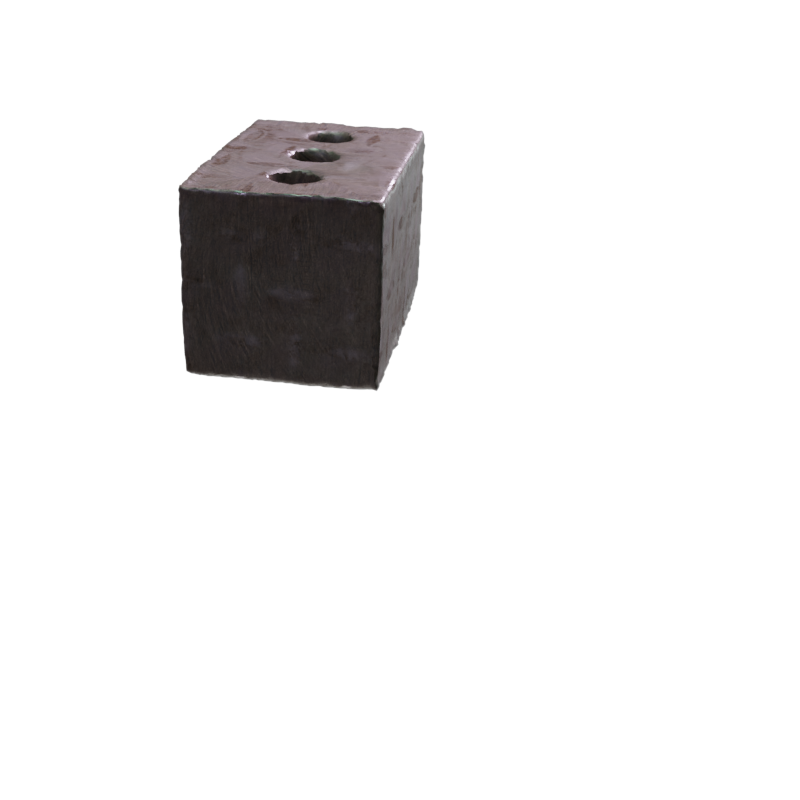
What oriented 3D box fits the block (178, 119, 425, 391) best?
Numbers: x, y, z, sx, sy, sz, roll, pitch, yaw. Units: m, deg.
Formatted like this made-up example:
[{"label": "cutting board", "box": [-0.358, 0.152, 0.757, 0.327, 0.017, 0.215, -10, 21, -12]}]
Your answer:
[{"label": "block", "box": [-0.024, -0.044, 0.307, 0.053, 0.049, 0.081, 4, 25, 8]}]
